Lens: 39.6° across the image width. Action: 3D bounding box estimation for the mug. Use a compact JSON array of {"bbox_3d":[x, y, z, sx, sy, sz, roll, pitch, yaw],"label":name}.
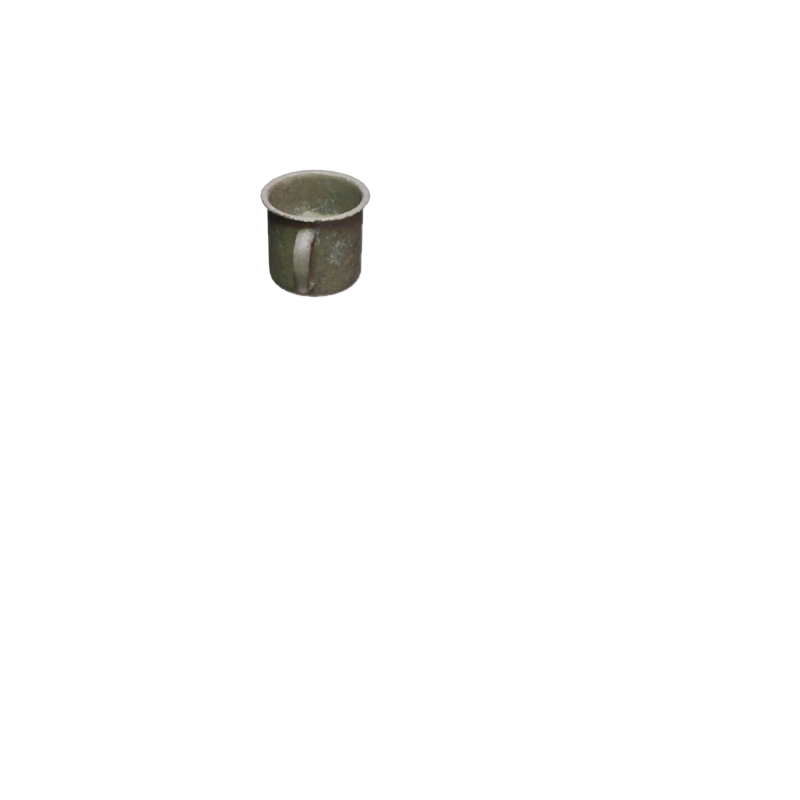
[{"bbox_3d":[-0.074,-0.135,0.948,0.094,0.076,0.124,4,35,3],"label":"mug"}]
